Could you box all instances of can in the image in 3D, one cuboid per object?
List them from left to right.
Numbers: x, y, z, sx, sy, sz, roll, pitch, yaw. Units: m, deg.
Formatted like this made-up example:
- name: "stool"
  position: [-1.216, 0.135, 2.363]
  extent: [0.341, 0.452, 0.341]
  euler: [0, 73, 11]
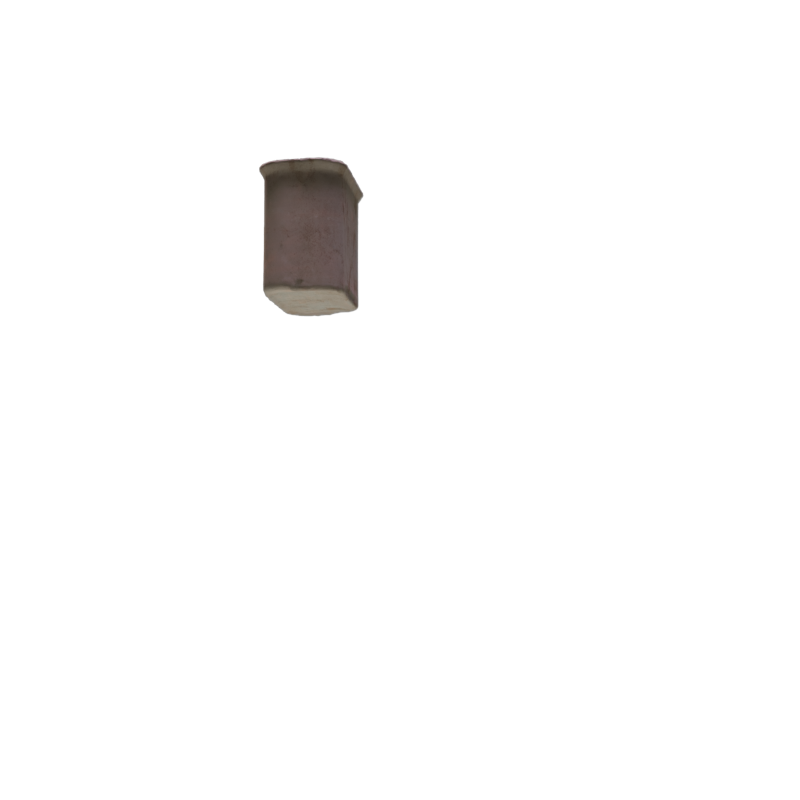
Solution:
- name: "can"
  position: [-0.057, -0.104, 0.729]
  extent: [0.058, 0.086, 0.098]
  euler: [-2, -9, 8]
